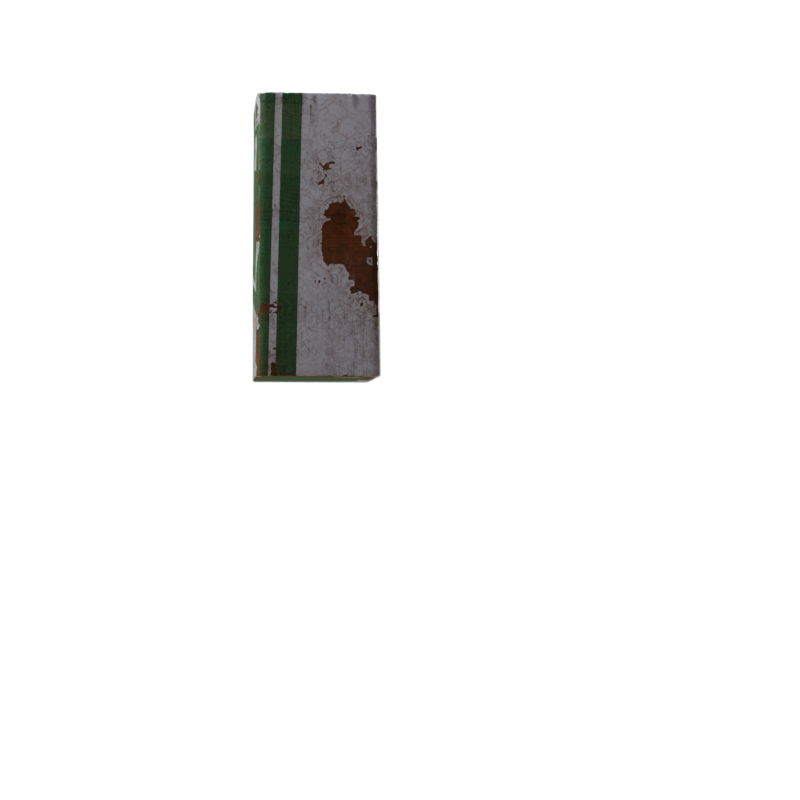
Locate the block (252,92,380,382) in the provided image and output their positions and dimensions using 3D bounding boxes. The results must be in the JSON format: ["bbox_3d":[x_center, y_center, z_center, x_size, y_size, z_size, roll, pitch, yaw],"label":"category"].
[{"bbox_3d":[-0.065,-0.119,0.834,0.090,0.211,0.089,0,-9,-7],"label":"block"}]
